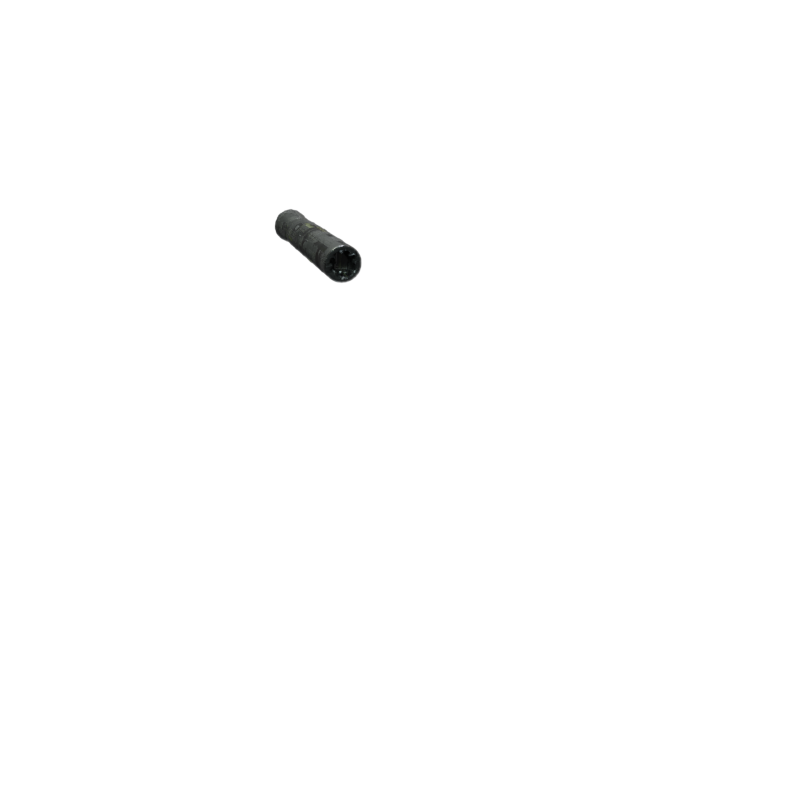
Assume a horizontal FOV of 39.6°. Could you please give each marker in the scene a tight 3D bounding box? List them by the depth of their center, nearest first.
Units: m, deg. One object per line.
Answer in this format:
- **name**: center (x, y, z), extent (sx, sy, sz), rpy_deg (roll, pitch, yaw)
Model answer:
- **marker**: center (-0.046, -0.084, 0.588), extent (0.019, 0.019, 0.127), rpy_deg (-2, 18, -18)
